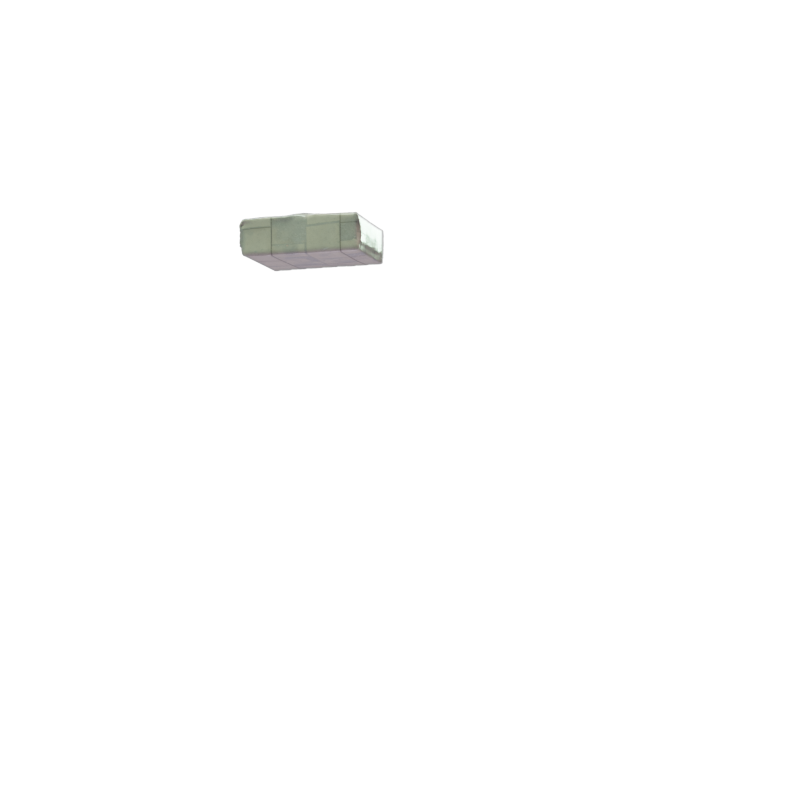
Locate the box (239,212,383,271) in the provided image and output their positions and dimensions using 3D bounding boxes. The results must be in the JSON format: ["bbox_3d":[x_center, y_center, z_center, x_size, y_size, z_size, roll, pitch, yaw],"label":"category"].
[{"bbox_3d":[-0.063,-0.116,0.809,0.091,0.031,0.071,-1,-3,16],"label":"box"}]
